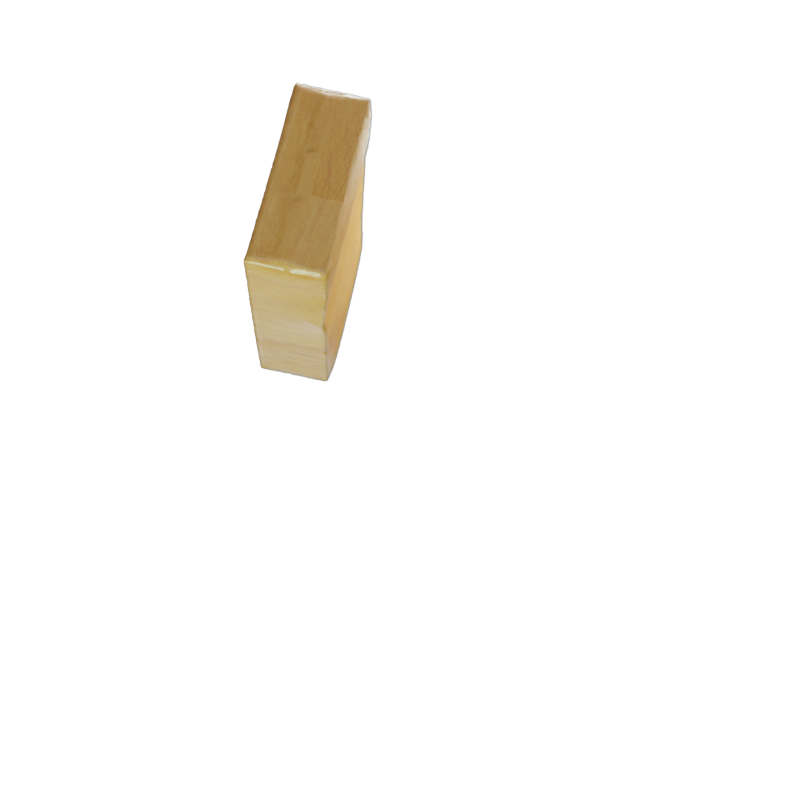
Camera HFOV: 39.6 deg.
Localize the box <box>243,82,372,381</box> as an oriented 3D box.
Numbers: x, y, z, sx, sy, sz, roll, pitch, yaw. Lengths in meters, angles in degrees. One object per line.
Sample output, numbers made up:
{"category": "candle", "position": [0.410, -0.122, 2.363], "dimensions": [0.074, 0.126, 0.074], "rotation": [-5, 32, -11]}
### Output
{"category": "box", "position": [-0.072, -0.132, 0.921], "dimensions": [0.072, 0.172, 0.203], "rotation": [11, -23, 0]}
